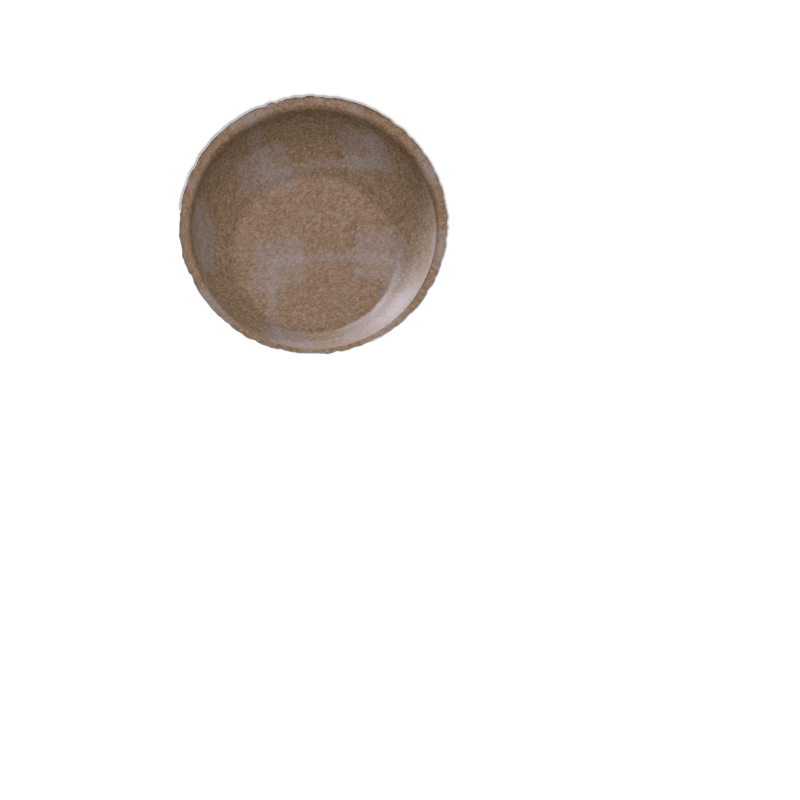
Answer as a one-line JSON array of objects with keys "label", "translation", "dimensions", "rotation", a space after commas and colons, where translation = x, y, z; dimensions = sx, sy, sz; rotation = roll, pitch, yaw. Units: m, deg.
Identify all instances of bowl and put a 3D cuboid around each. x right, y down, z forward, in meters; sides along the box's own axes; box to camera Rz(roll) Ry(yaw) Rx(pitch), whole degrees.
[{"label": "bowl", "translation": [-0.050, -0.092, 0.641], "dimensions": [0.162, 0.155, 0.057], "rotation": [0, 19, -1]}]
